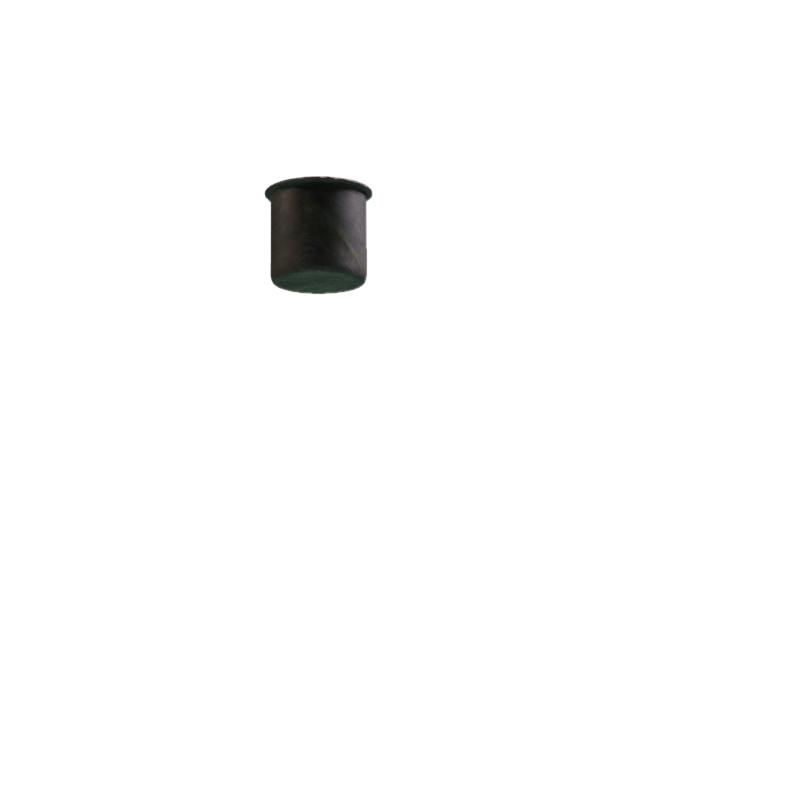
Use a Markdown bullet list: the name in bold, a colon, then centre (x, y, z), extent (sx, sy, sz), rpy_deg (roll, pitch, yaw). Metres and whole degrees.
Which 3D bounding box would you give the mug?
- **mug**: centre (-0.075, -0.136, 0.953), extent (0.090, 0.084, 0.118), rpy_deg (5, -11, -25)
